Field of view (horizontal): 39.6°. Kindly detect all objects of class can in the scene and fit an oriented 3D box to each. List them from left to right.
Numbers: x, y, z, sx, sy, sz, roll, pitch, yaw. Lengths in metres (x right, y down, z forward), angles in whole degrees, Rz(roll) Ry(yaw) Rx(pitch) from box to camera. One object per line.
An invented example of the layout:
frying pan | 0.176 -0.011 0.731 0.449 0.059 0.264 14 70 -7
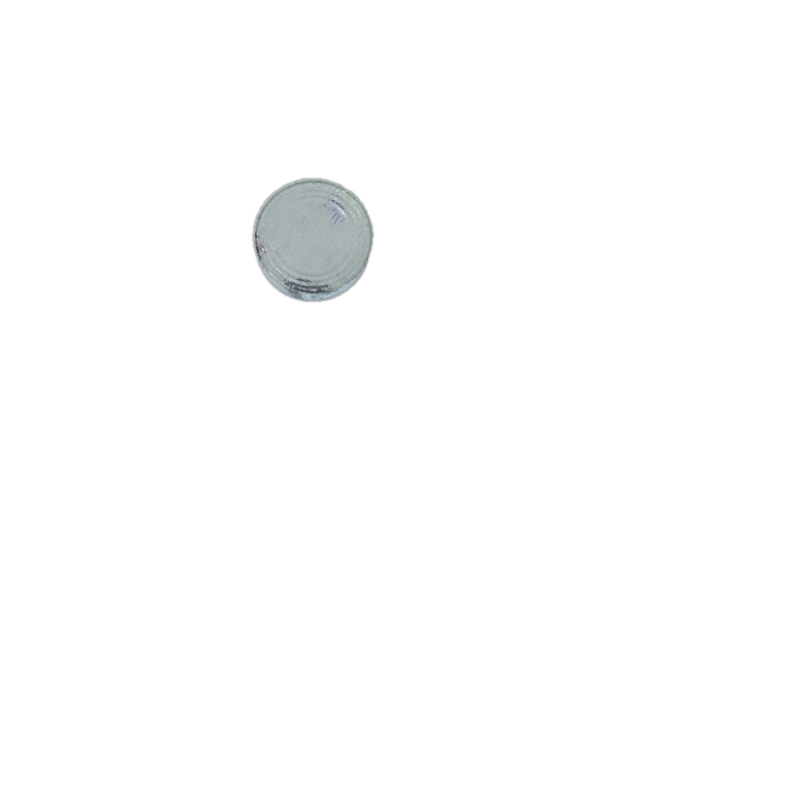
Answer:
can | -0.064 -0.116 0.811 0.086 0.089 0.032 0 -14 -1
